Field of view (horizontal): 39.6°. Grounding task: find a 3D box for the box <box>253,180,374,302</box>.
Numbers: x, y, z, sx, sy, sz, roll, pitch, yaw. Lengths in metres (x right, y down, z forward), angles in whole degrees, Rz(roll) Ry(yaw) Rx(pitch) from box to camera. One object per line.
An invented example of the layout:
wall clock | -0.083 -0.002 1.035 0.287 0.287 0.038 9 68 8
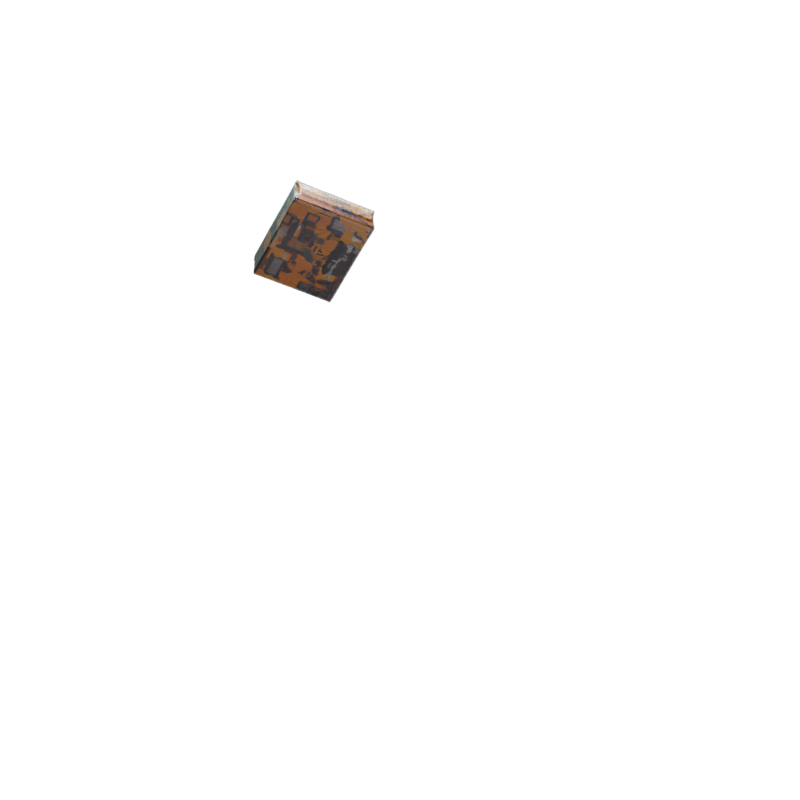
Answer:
box | -0.073 -0.133 0.930 0.071 0.086 0.032 21 35 -17
